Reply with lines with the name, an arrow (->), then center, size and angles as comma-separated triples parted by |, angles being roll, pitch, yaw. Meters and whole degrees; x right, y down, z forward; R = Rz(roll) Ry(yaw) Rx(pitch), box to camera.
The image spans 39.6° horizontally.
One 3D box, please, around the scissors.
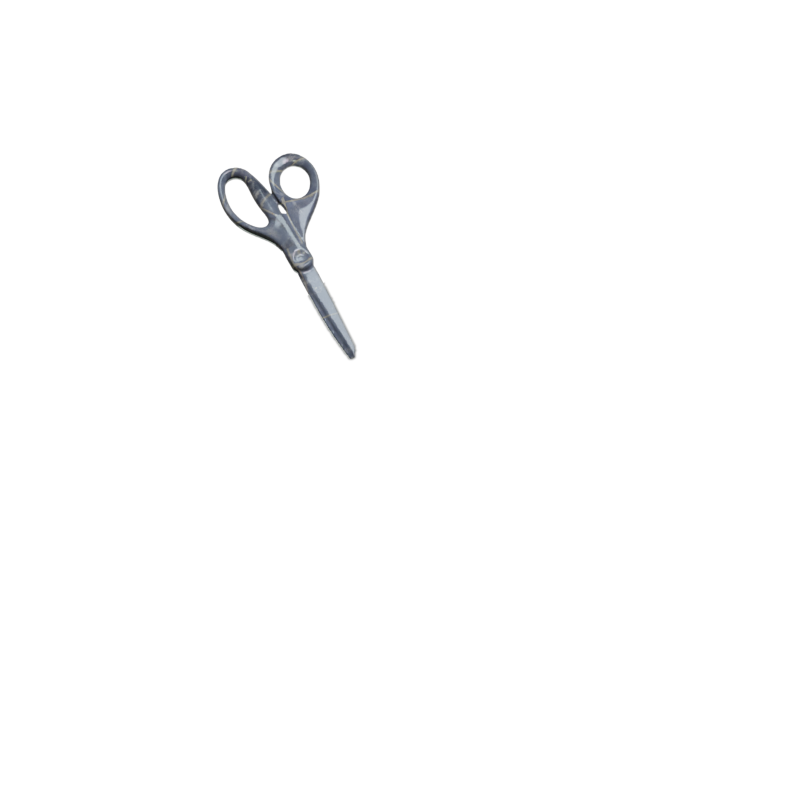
scissors -> -0.073, -0.134, 0.939 | 0.097, 0.212, 0.015 | -39, -19, -16
